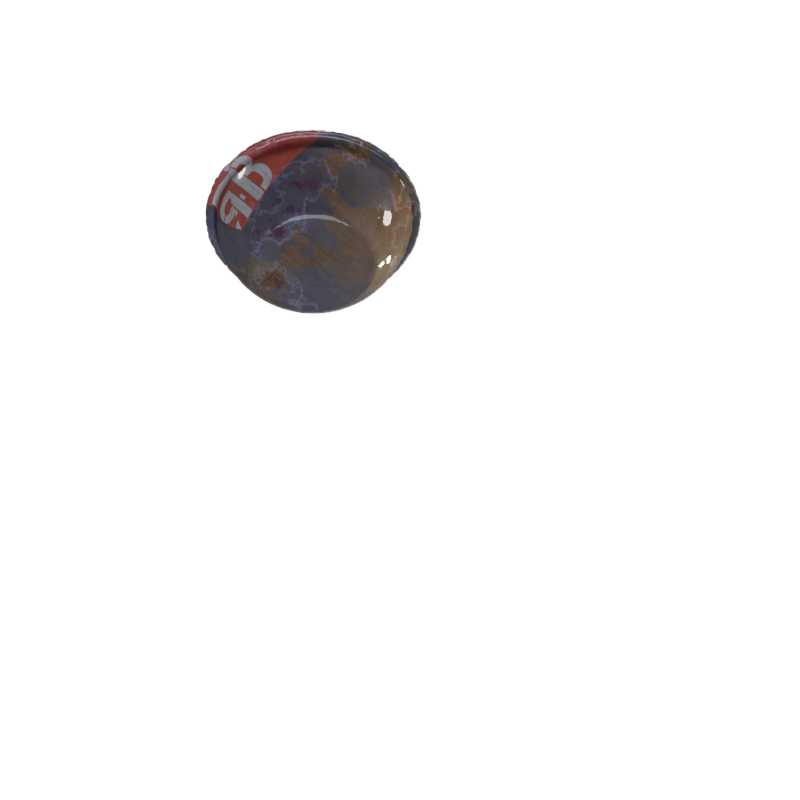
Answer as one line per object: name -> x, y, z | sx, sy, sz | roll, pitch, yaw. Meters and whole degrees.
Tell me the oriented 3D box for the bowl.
bowl -> -0.064, -0.116, 0.813 | 0.162, 0.151, 0.059 | 1, 42, -1
